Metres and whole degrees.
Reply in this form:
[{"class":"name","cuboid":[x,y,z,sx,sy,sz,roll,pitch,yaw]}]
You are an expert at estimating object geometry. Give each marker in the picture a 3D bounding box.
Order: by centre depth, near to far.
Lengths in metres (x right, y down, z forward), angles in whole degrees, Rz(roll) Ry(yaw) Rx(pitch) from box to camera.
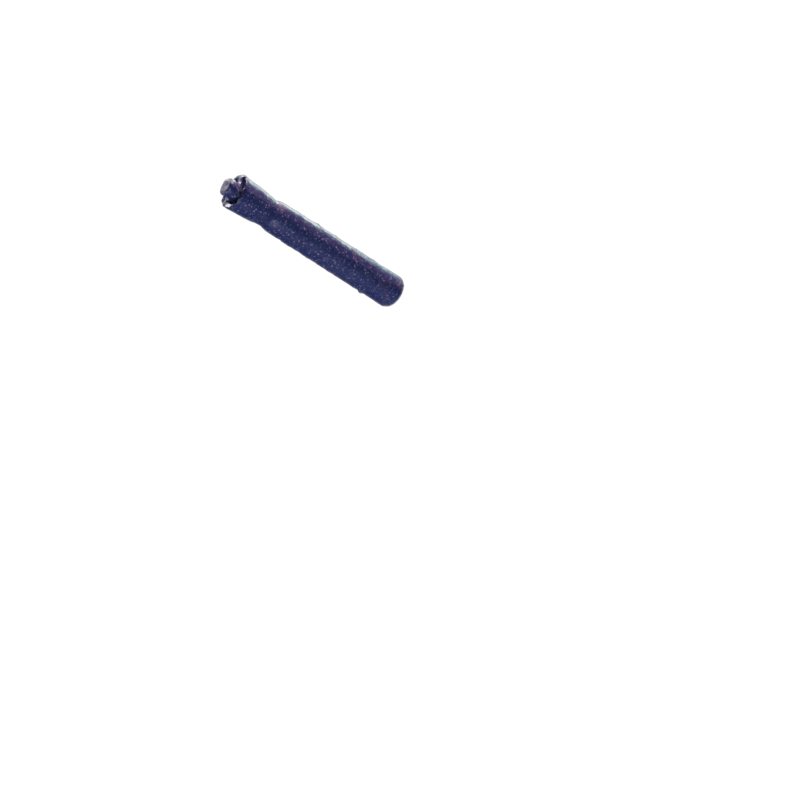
[{"class":"marker","cuboid":[-0.045,-0.082,0.572,0.113,0.020,0.021,29,-15,-35]}]
